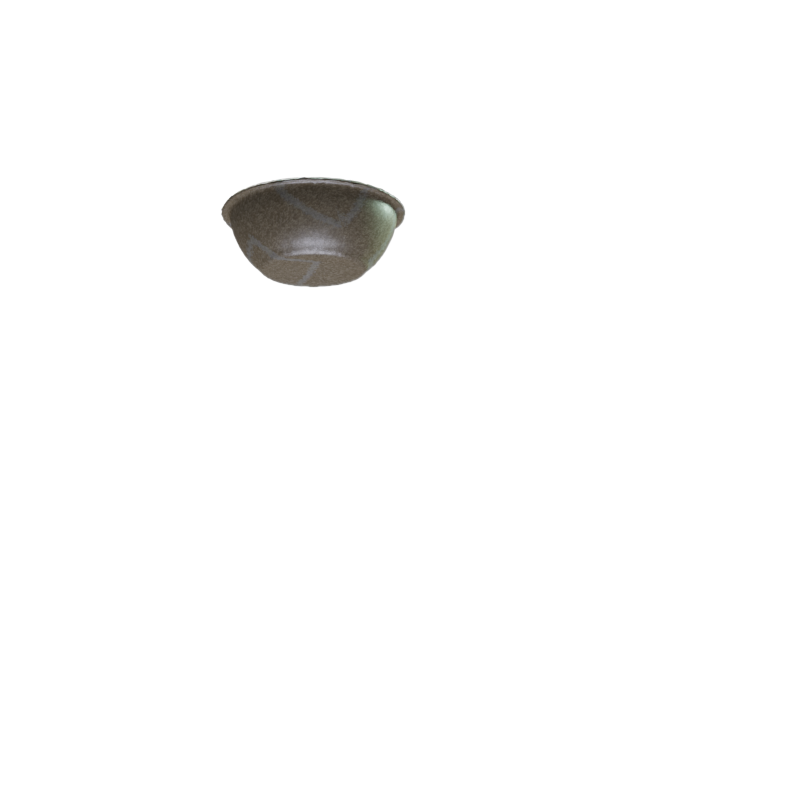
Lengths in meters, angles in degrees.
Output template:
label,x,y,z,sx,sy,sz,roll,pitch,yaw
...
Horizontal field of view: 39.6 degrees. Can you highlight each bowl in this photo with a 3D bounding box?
label,x,y,z,sx,sy,sz,roll,pitch,yaw
bowl,-0.076,-0.138,0.969,0.162,0.057,0.156,0,-14,-2
